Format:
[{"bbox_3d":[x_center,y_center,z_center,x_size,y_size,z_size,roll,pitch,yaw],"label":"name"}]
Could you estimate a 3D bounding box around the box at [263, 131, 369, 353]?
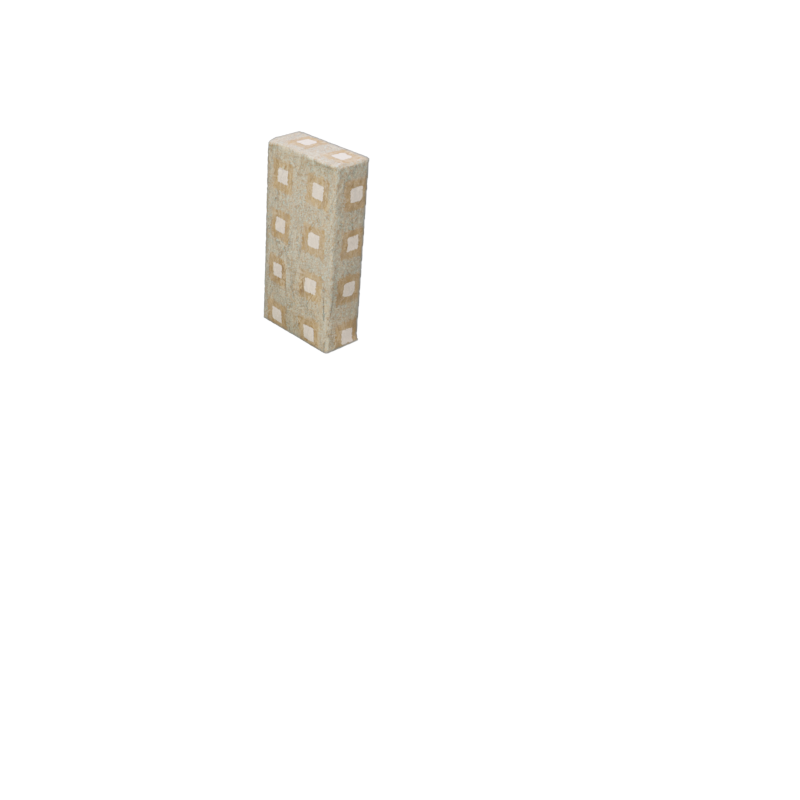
[{"bbox_3d":[-0.077,-0.140,0.978,0.047,0.167,0.100,-21,34,-38],"label":"box"}]
